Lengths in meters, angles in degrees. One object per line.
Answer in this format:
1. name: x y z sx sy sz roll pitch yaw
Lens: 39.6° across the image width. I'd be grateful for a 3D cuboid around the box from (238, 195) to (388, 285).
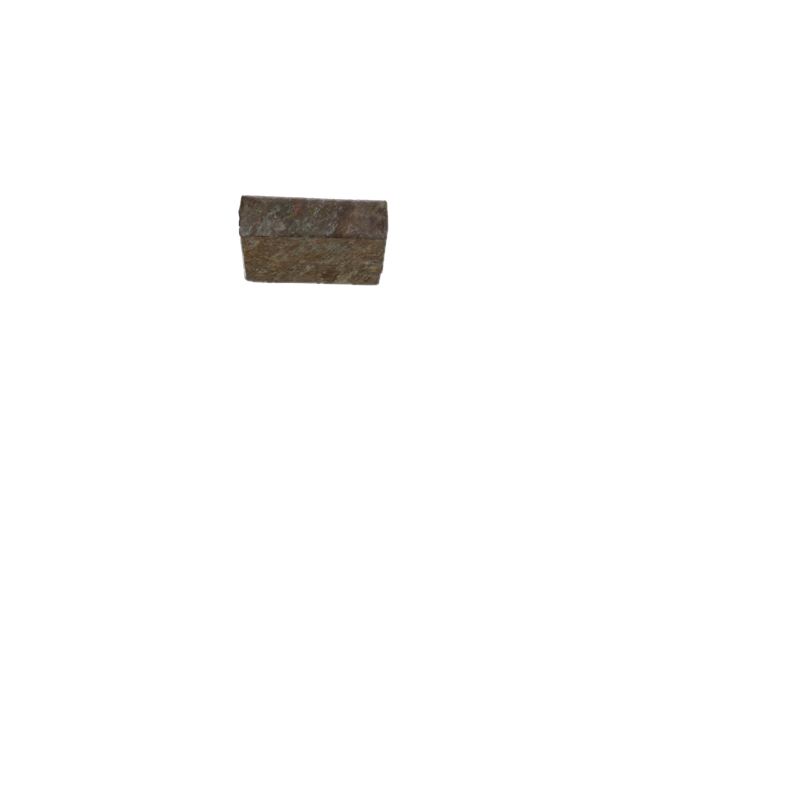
1. box: -0.068 -0.123 0.863 0.113 0.041 0.086 1 -20 -2
